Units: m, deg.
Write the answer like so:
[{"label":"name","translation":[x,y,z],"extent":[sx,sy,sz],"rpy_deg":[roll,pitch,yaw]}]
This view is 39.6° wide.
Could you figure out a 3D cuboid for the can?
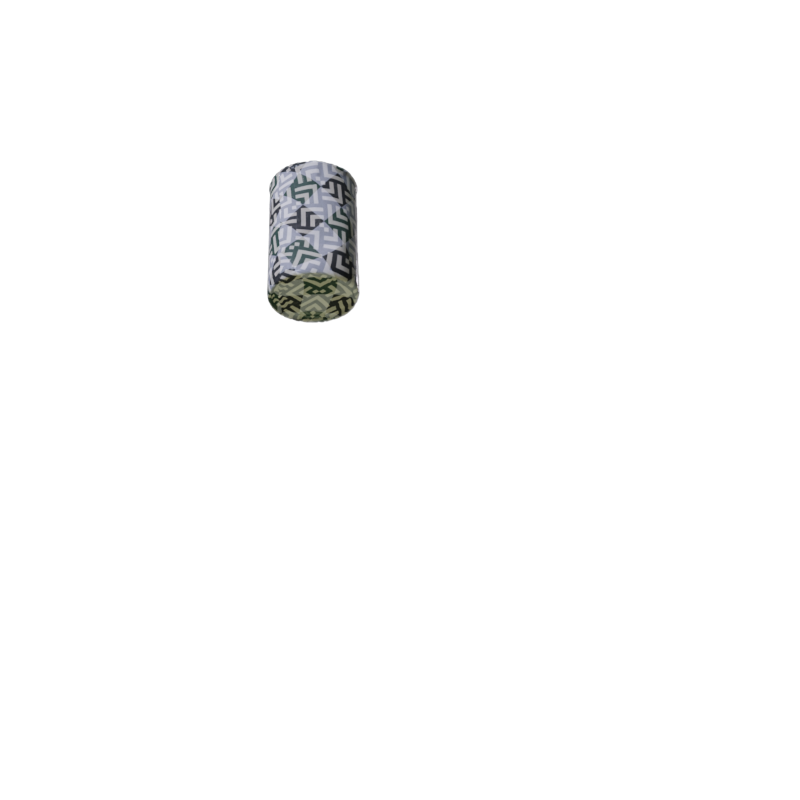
[{"label":"can","translation":[-0.065,-0.118,0.824],"extent":[0.068,0.109,0.064],"rpy_deg":[-1,-33,-2]}]
